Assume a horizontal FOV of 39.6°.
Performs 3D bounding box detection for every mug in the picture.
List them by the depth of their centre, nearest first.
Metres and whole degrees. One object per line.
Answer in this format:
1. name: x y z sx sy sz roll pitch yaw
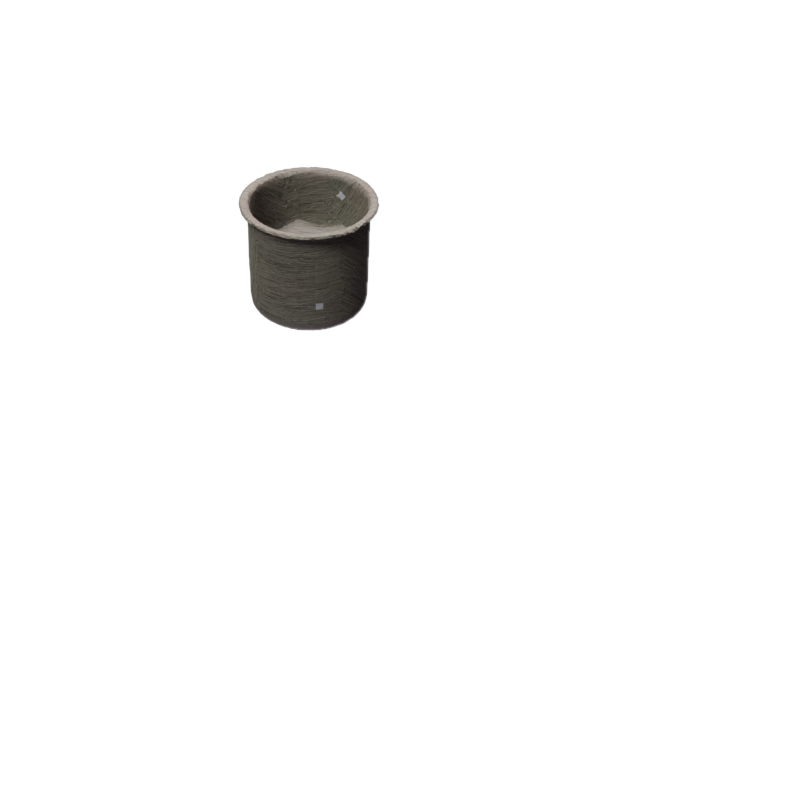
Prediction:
1. mug: -0.060 -0.109 0.766 0.095 0.076 0.123 8 38 9
